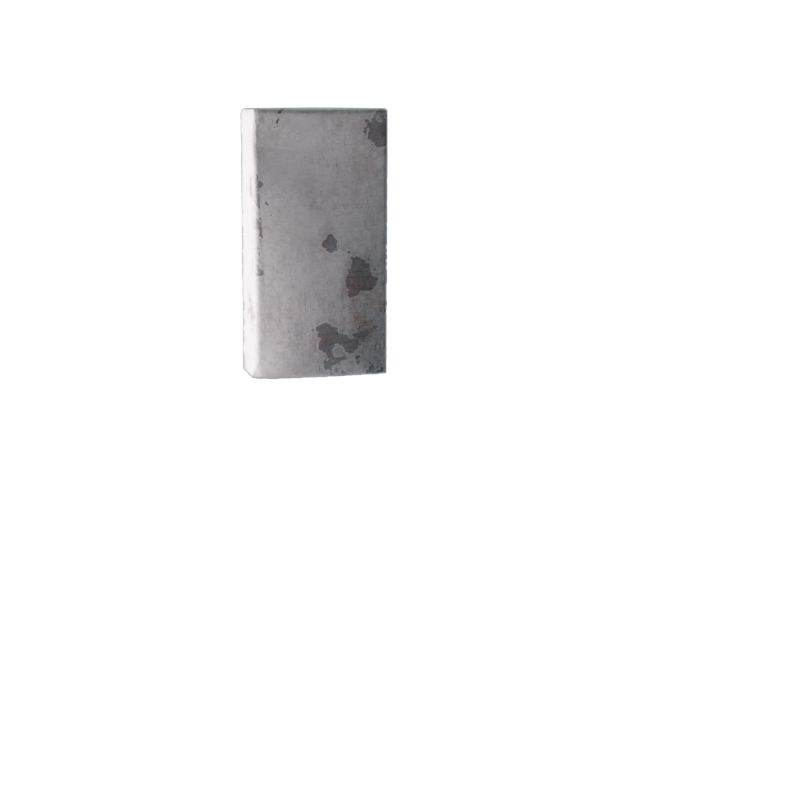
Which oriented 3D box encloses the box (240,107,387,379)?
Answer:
[{"bbox_3d":[-0.057,-0.105,0.732,0.091,0.174,0.050,-2,5,-17],"label":"box"}]
